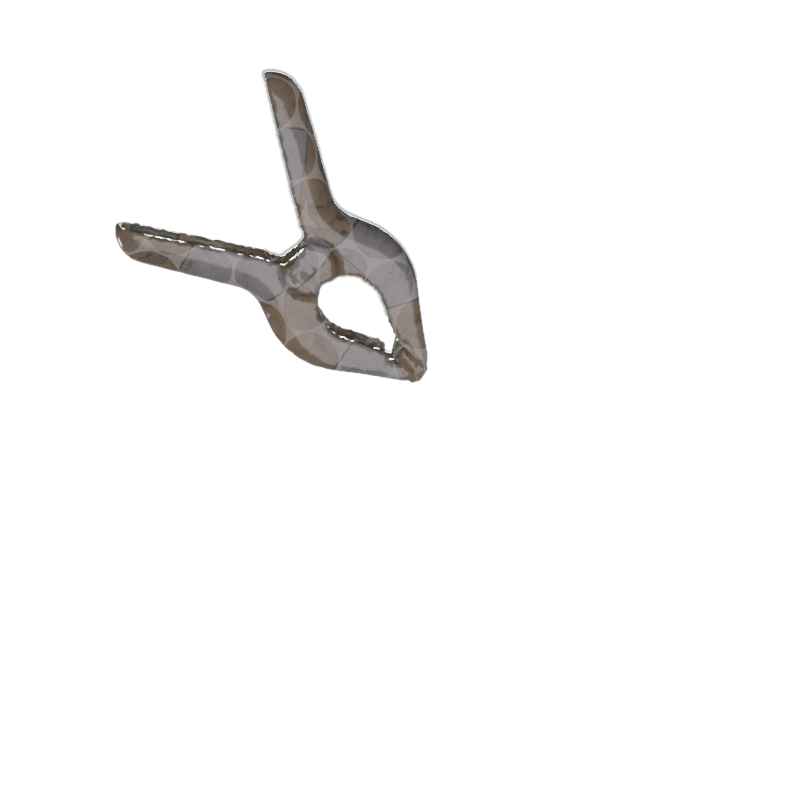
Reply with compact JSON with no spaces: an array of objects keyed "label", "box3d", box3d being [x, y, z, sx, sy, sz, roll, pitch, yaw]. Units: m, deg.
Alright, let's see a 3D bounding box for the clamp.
[{"label":"clamp","box3d":[-0.044,-0.080,0.562,0.167,0.118,0.041,35,16,-12]}]
